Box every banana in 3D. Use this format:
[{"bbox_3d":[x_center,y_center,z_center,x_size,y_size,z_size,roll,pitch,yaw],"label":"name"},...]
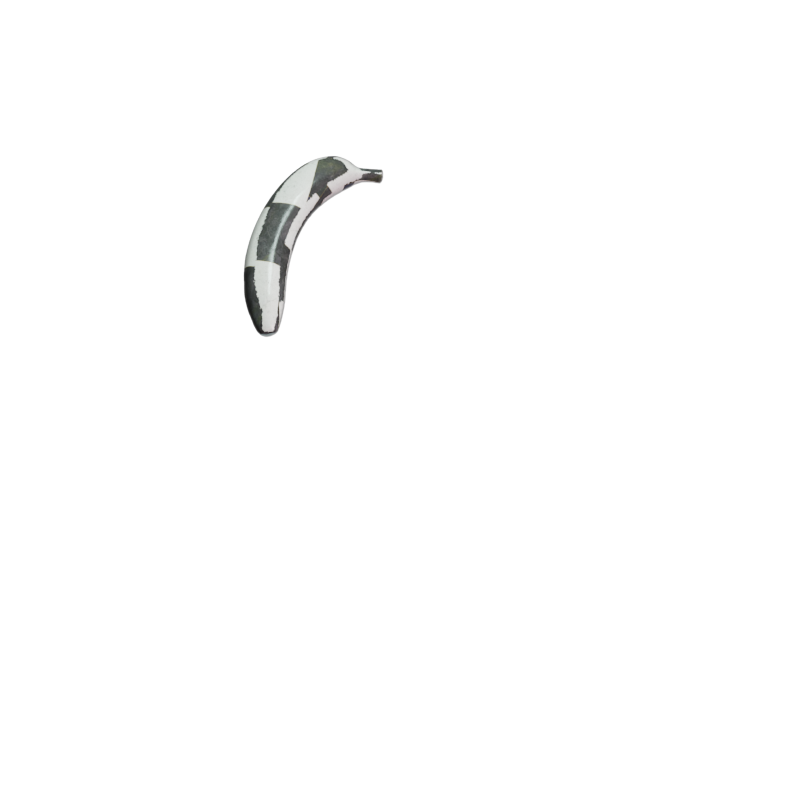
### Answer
[{"bbox_3d":[-0.087,-0.143,0.929,0.072,0.204,0.034,24,-29,13],"label":"banana"}]
